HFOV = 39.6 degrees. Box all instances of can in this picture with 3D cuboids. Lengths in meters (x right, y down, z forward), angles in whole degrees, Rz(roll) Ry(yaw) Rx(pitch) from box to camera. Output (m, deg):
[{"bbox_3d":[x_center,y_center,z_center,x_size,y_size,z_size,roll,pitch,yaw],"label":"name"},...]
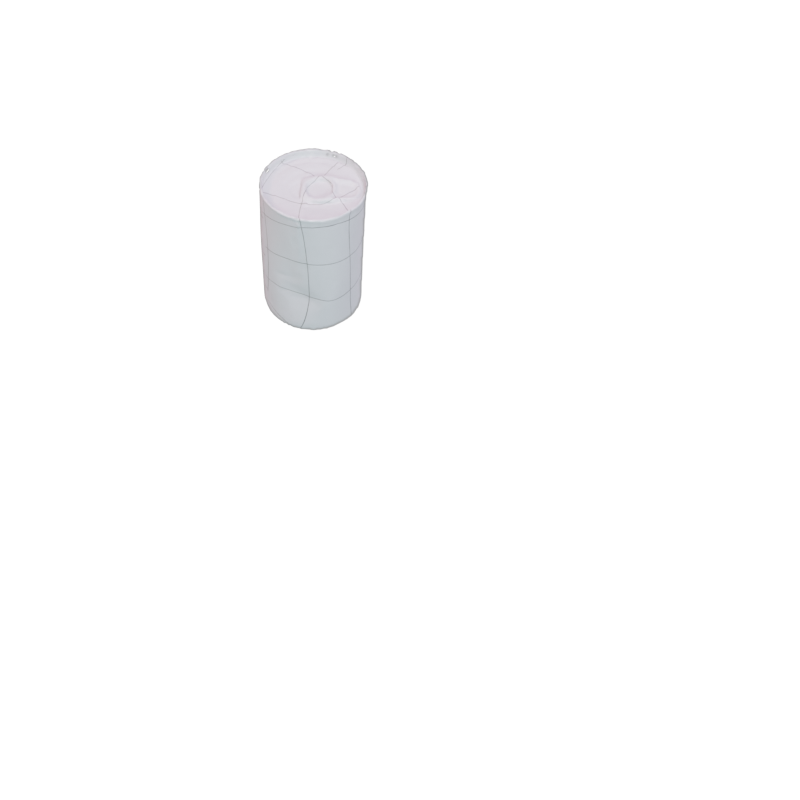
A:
[{"bbox_3d":[-0.057,-0.103,0.722,0.068,0.074,0.095,0,-42,-3],"label":"can"}]
